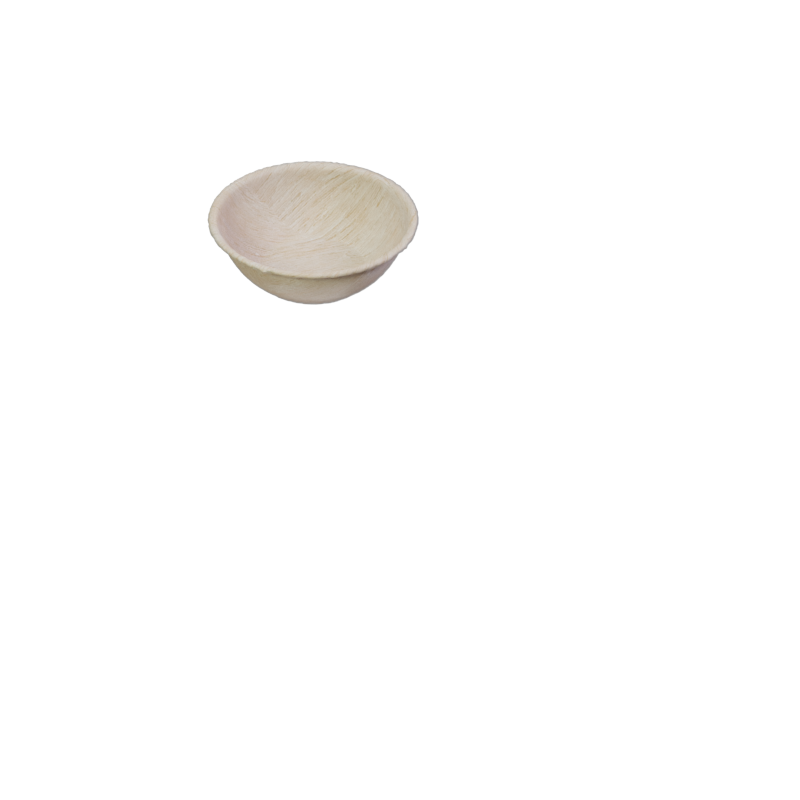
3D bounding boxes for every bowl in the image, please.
[{"bbox_3d":[-0.068,-0.123,0.865,0.162,0.051,0.174,-1,40,-2],"label":"bowl"}]
